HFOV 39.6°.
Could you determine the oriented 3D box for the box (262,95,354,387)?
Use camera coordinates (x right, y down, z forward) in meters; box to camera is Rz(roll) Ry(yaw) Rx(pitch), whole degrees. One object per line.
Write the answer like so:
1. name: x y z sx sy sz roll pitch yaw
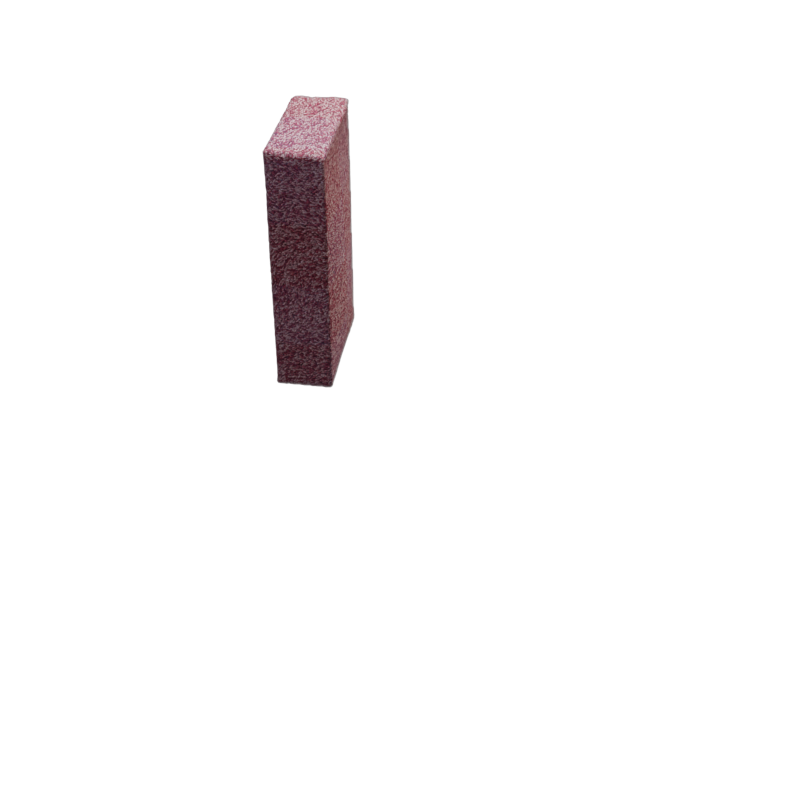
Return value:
1. box: -0.058 -0.107 0.750 0.049 0.165 0.098 6 34 5
